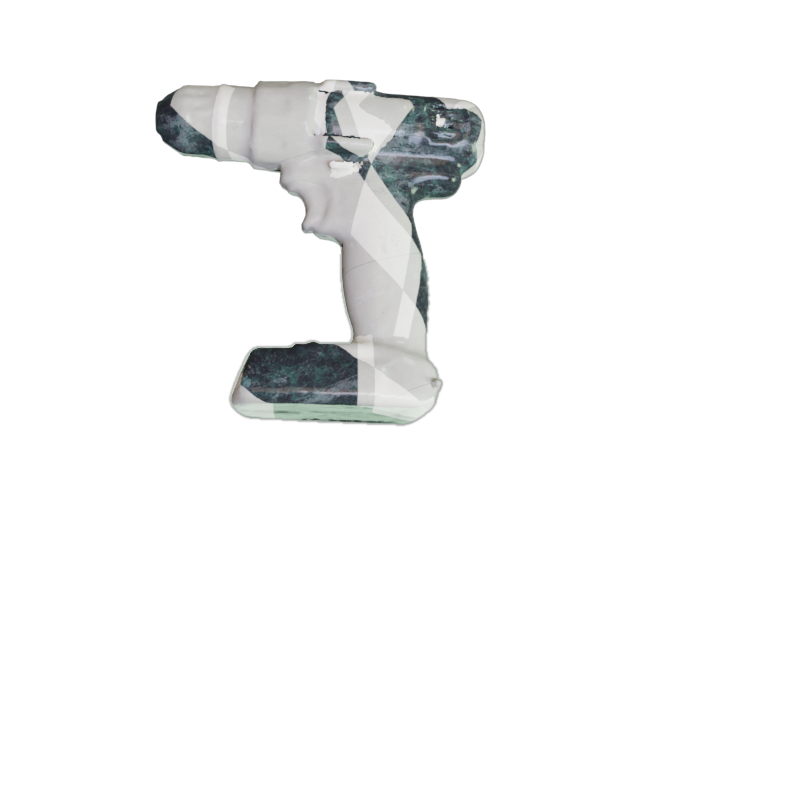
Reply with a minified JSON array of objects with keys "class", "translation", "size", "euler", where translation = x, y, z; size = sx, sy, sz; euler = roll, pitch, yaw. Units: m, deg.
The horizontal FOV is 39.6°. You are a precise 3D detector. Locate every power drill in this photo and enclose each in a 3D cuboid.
[{"class":"power drill","translation":[-0.047,-0.085,0.597],"size":[0.184,0.196,0.055],"euler":[3,-18,0]}]
